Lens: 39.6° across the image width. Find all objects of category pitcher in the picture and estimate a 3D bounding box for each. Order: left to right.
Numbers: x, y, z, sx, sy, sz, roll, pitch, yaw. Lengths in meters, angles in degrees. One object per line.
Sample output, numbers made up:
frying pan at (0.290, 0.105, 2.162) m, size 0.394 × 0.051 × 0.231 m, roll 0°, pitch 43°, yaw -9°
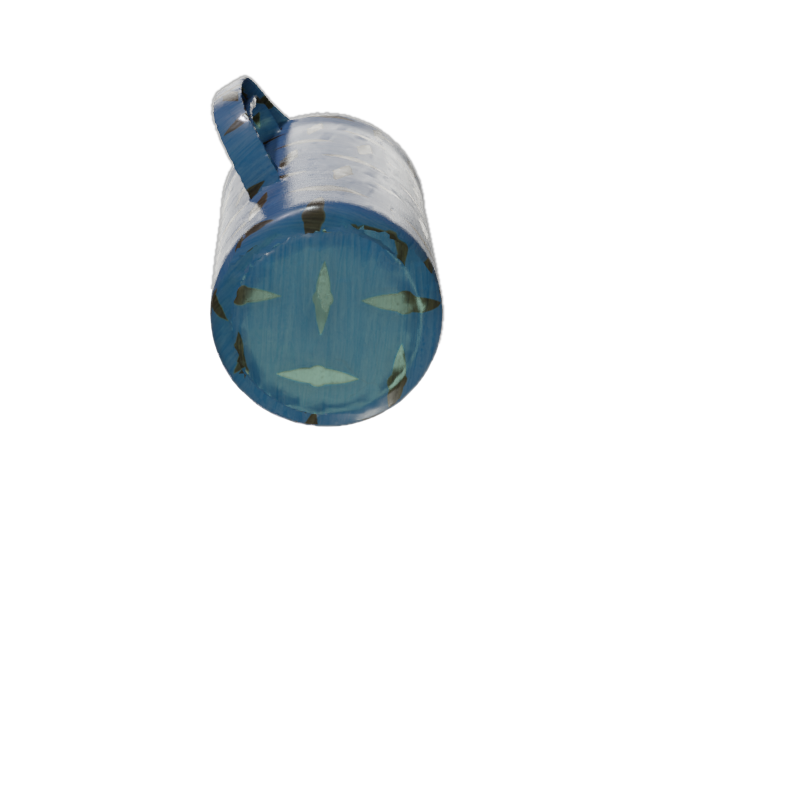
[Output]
pitcher at (-0.048, -0.088, 0.616) m, size 0.148 × 0.141 × 0.253 m, roll 13°, pitch 18°, yaw -8°
